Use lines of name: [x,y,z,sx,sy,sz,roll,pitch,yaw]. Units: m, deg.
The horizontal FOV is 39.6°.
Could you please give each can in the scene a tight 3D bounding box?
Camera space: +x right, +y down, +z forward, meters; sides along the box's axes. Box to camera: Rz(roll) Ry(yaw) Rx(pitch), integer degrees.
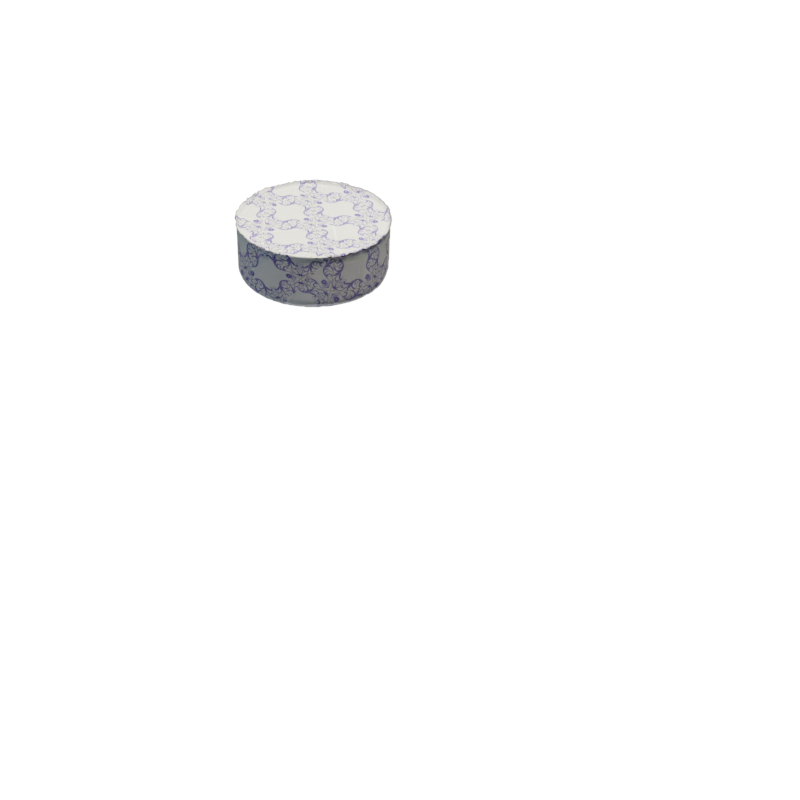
can: [-0.048,-0.088,0.614,0.086,0.031,0.092,-1,36,-2]
